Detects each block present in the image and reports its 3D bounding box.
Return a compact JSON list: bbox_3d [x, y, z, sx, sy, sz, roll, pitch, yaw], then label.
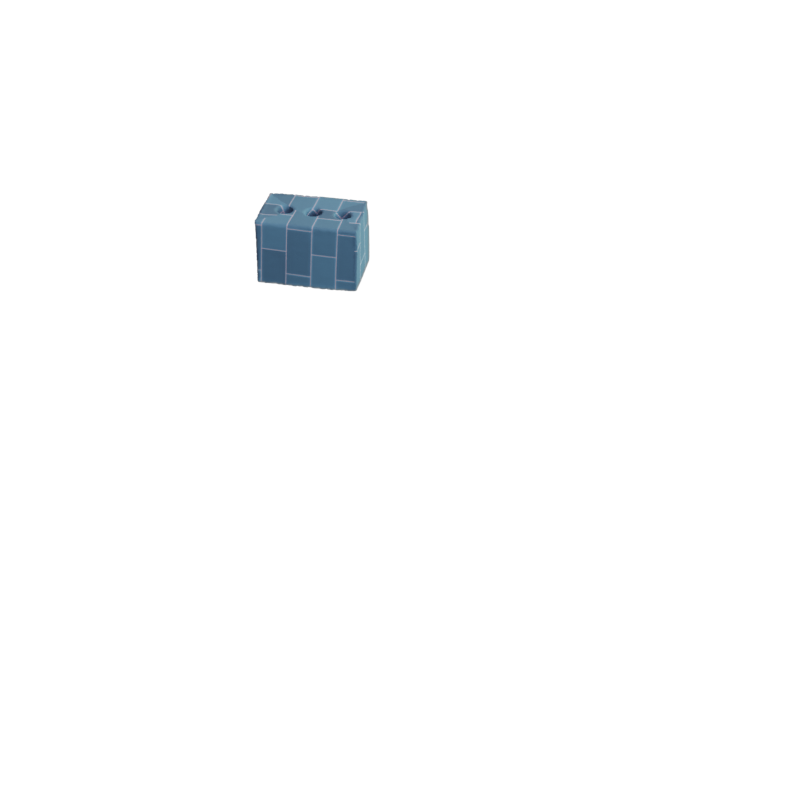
[{"bbox_3d":[-0.065,-0.118,0.826,0.079,0.048,0.055,6,31,8],"label":"block"}]
